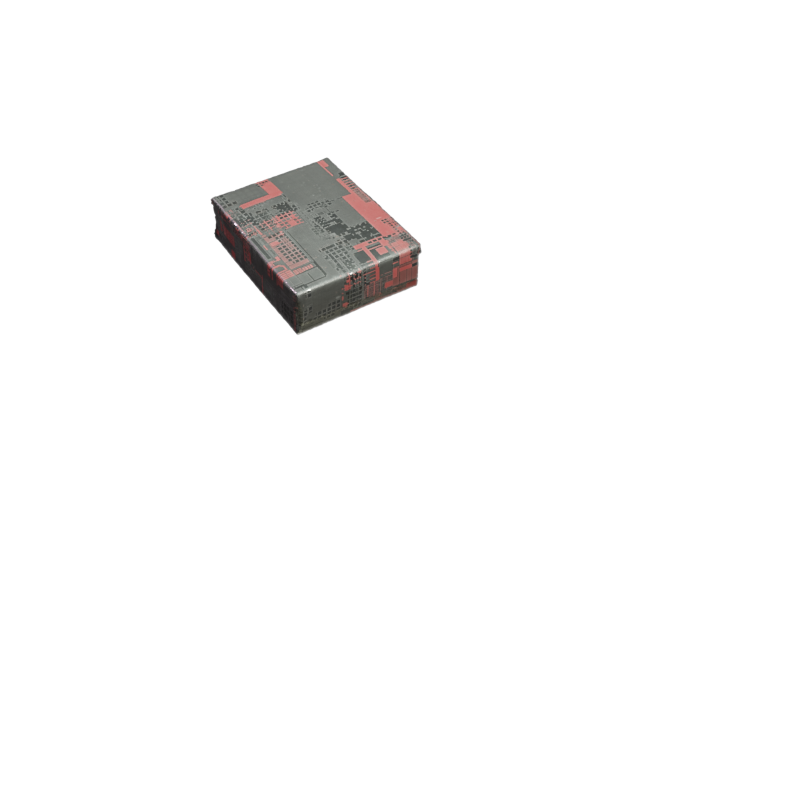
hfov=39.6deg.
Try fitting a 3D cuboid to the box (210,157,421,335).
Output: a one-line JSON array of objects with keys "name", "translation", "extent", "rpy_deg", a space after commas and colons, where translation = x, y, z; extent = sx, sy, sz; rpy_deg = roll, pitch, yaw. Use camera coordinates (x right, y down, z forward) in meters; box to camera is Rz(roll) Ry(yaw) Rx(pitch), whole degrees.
[{"name": "box", "translation": [-0.055, -0.100, 0.702], "extent": [0.089, 0.036, 0.122], "rpy_deg": [-23, 47, -24]}]
